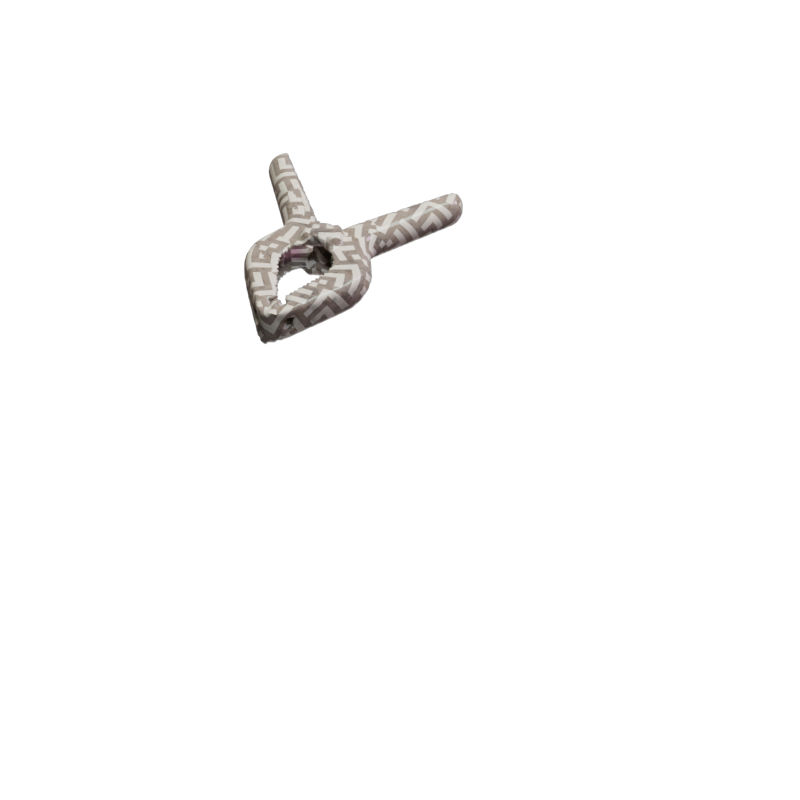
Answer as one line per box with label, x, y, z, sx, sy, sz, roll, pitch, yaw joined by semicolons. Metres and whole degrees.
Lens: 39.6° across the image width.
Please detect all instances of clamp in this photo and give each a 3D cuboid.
clamp;-0.066;-0.120;0.842;0.171;0.034;0.216;19;44;20
